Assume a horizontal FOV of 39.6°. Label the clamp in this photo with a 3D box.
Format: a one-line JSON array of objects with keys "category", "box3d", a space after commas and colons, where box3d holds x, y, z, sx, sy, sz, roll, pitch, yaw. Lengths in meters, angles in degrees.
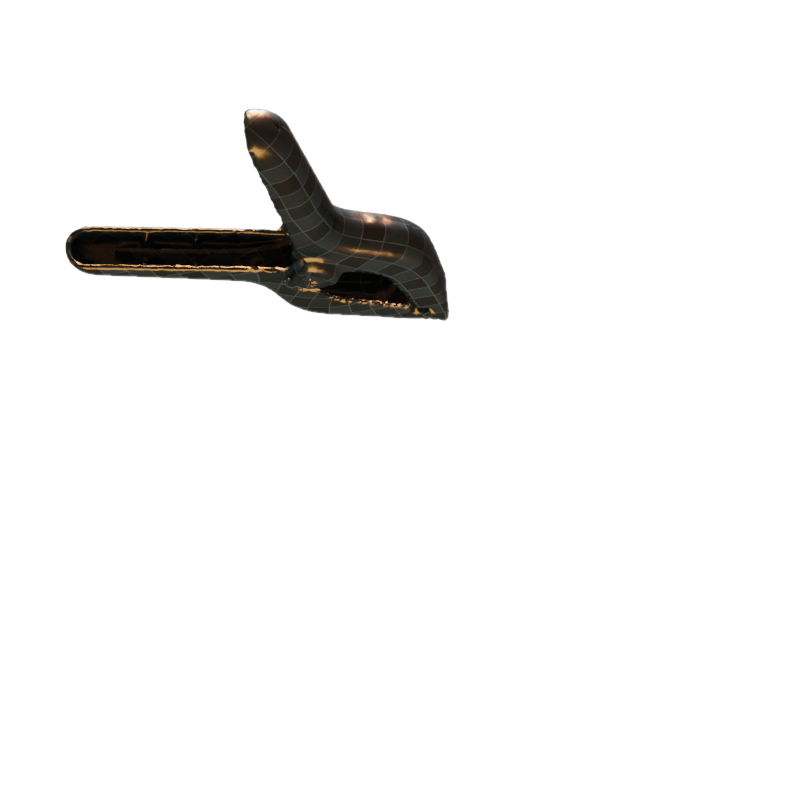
[{"category": "clamp", "box3d": [-0.045, -0.082, 0.573, 0.200, 0.038, 0.164, 13, -23, -33]}]
